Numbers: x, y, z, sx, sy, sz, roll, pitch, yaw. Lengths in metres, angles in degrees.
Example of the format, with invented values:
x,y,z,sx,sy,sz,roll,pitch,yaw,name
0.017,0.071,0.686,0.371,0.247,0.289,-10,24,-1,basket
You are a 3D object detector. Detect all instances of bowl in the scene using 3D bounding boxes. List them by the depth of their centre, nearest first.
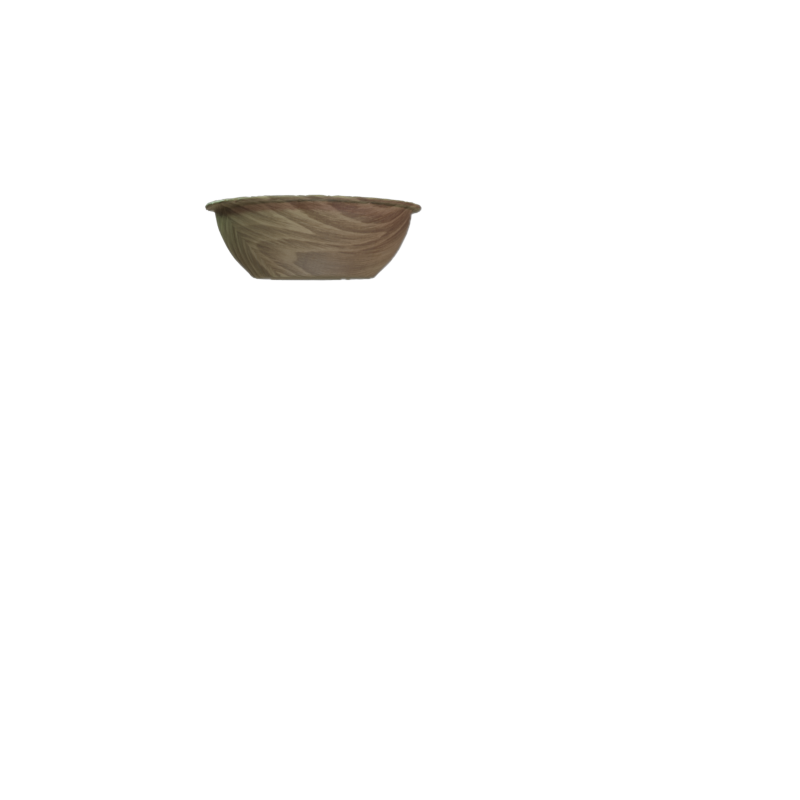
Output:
x,y,z,sx,sy,sz,roll,pitch,yaw,name
-0.065,-0.118,0.825,0.162,0.055,0.162,0,3,-2,bowl
